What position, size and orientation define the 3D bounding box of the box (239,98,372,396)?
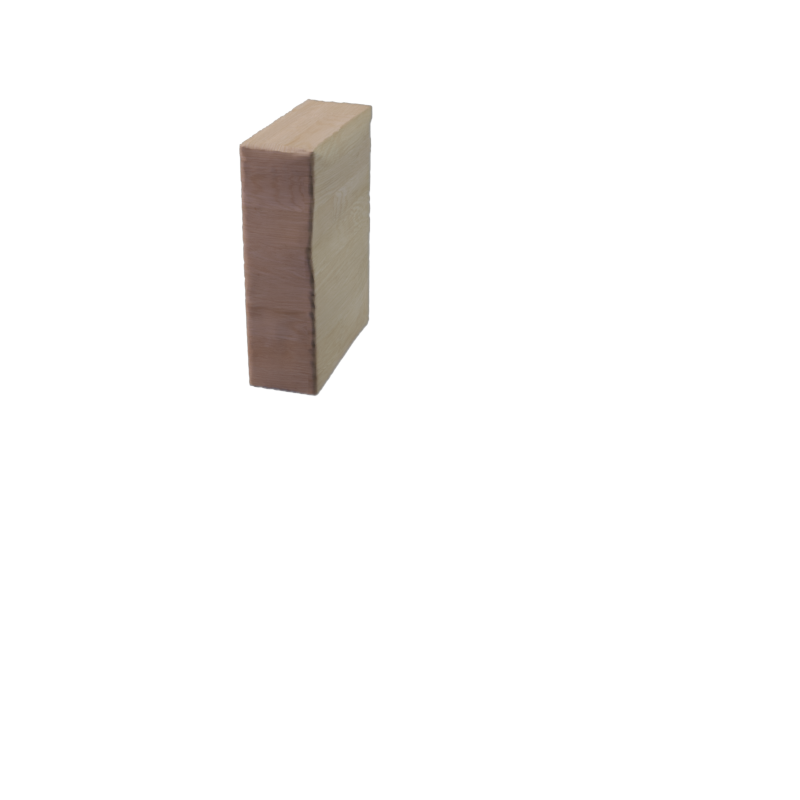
[{"bbox_3d":[-0.075,-0.137,0.959,0.074,0.203,0.169,7,25,13],"label":"box"}]
